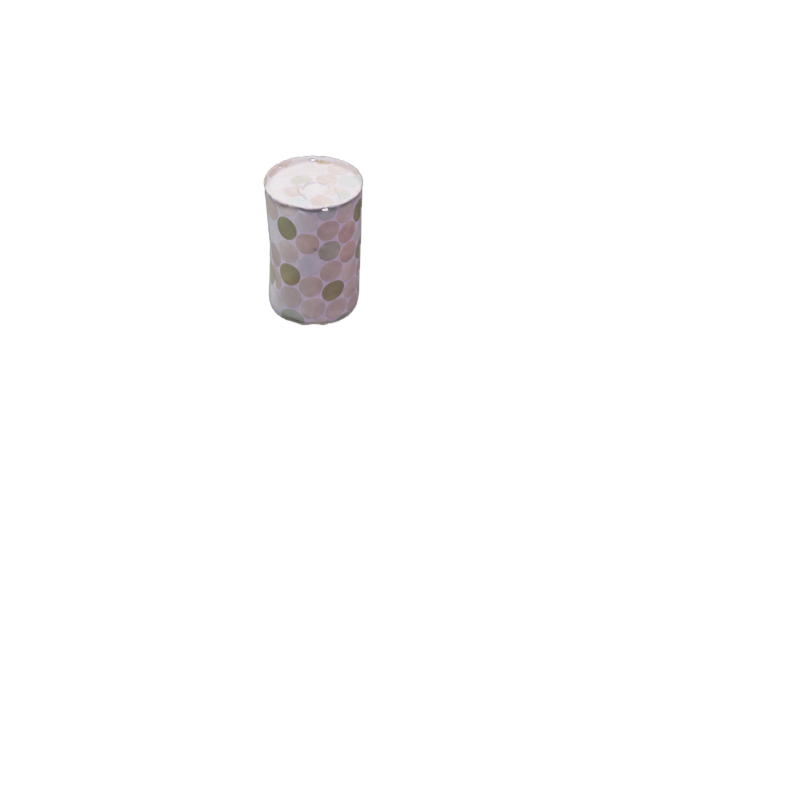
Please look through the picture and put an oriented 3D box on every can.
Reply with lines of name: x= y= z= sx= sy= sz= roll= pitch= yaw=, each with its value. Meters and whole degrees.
can: x=-0.061 y=-0.112 z=0.782 sx=0.068 sy=0.095 sz=0.073 roll=0 pitch=38 yaw=-3
